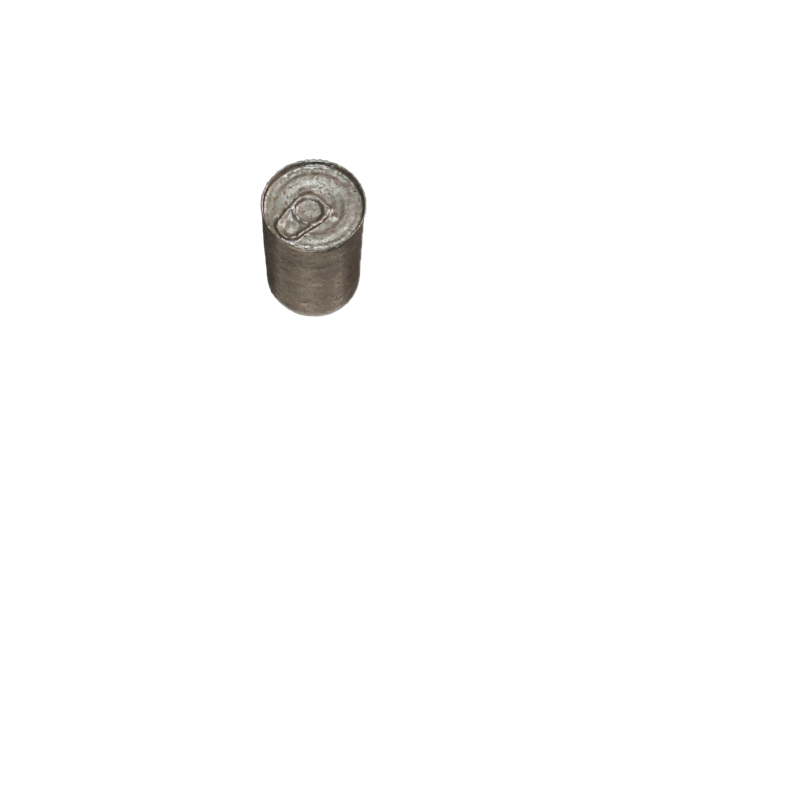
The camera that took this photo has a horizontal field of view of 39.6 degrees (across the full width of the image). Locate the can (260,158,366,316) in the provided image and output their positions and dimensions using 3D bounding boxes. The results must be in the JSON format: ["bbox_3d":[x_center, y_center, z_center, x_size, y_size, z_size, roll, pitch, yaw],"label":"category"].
[{"bbox_3d":[-0.059,-0.107,0.751,0.068,0.073,0.097,0,-24,-3],"label":"can"}]
